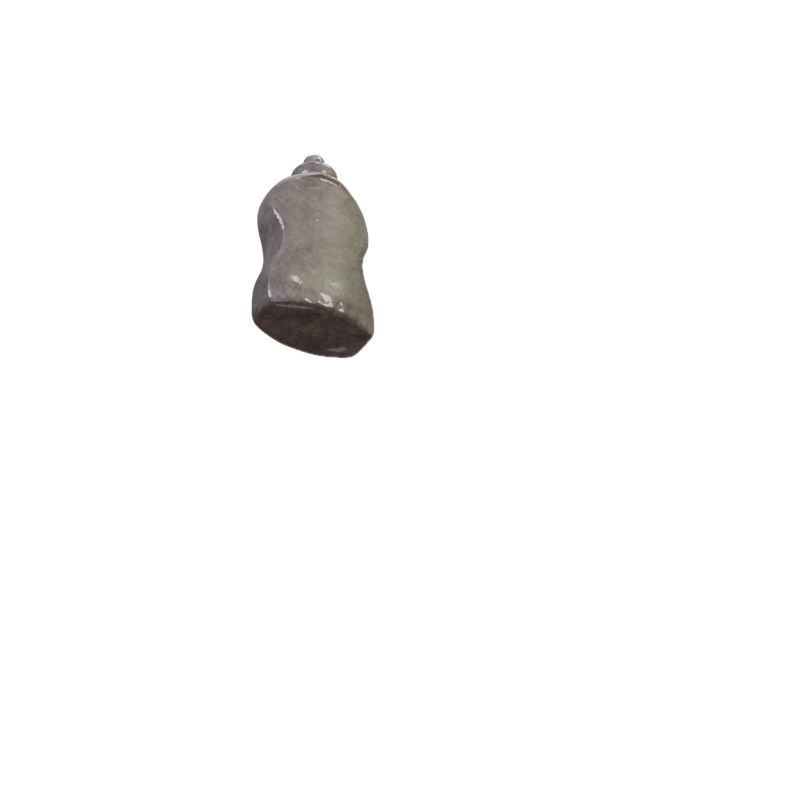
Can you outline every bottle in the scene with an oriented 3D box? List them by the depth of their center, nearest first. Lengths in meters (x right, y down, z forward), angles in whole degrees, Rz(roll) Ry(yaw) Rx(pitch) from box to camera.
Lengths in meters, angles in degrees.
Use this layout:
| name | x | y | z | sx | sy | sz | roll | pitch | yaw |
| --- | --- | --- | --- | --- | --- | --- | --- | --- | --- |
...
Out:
| name | x | y | z | sx | sy | sz | roll | pitch | yaw |
| --- | --- | --- | --- | --- | --- | --- | --- | --- | --- |
| bottle | -0.071 | -0.130 | 0.910 | 0.092 | 0.206 | 0.057 | 17 | -44 | -23 |
